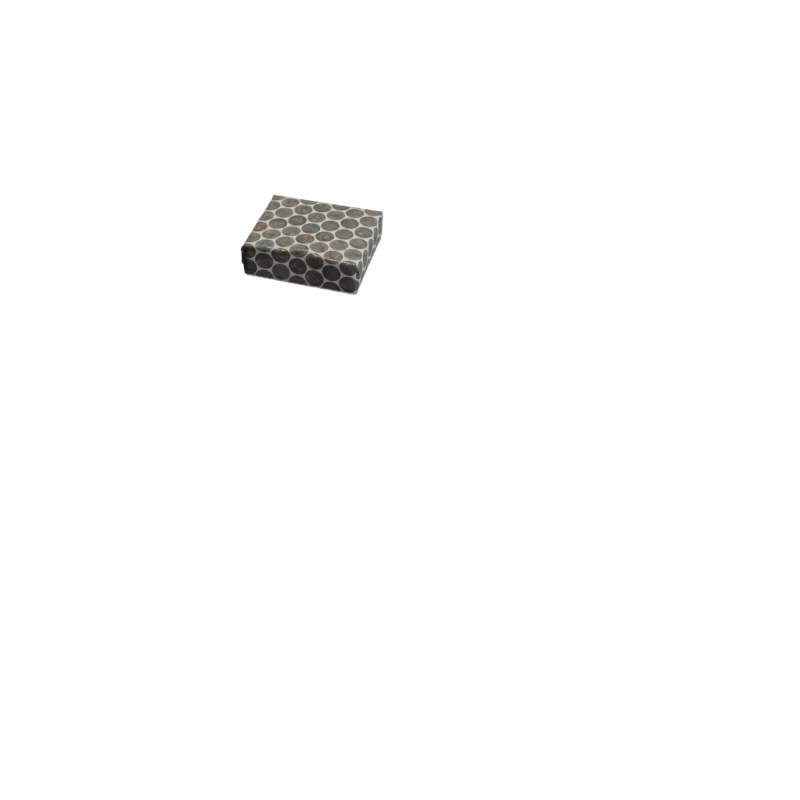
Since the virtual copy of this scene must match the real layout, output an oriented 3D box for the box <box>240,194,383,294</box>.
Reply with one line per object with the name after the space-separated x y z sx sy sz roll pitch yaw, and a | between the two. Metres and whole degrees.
-0.065 -0.117 0.822 0.091 0.028 0.077 11 41 12 | box
